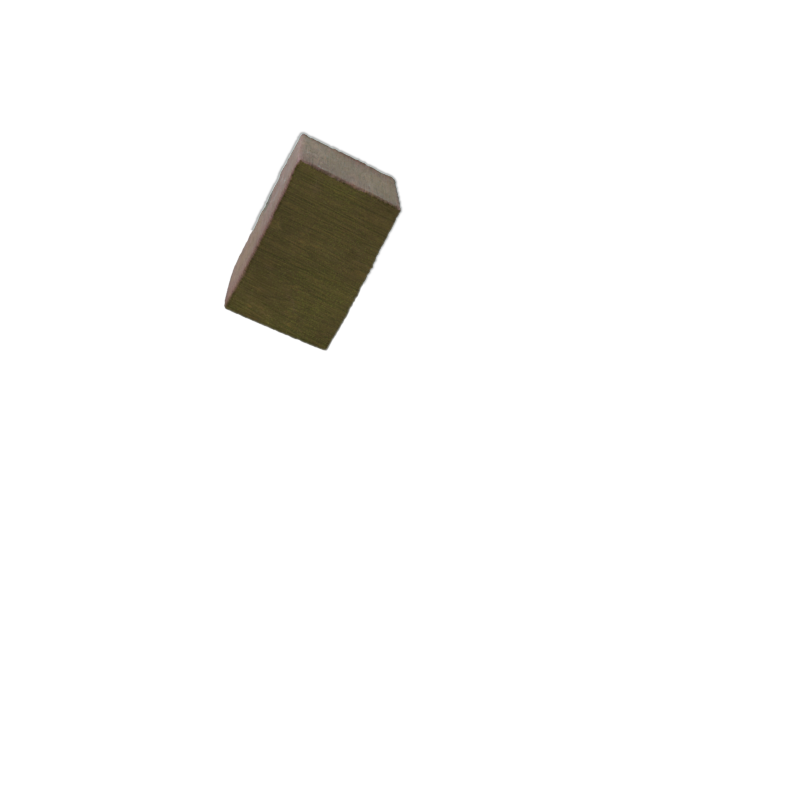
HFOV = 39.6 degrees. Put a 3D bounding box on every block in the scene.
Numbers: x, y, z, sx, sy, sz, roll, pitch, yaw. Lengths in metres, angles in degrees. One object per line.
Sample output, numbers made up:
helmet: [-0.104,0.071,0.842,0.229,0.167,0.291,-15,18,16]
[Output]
block: [-0.040,-0.073,0.511,0.052,0.076,0.054,26,18,-12]
